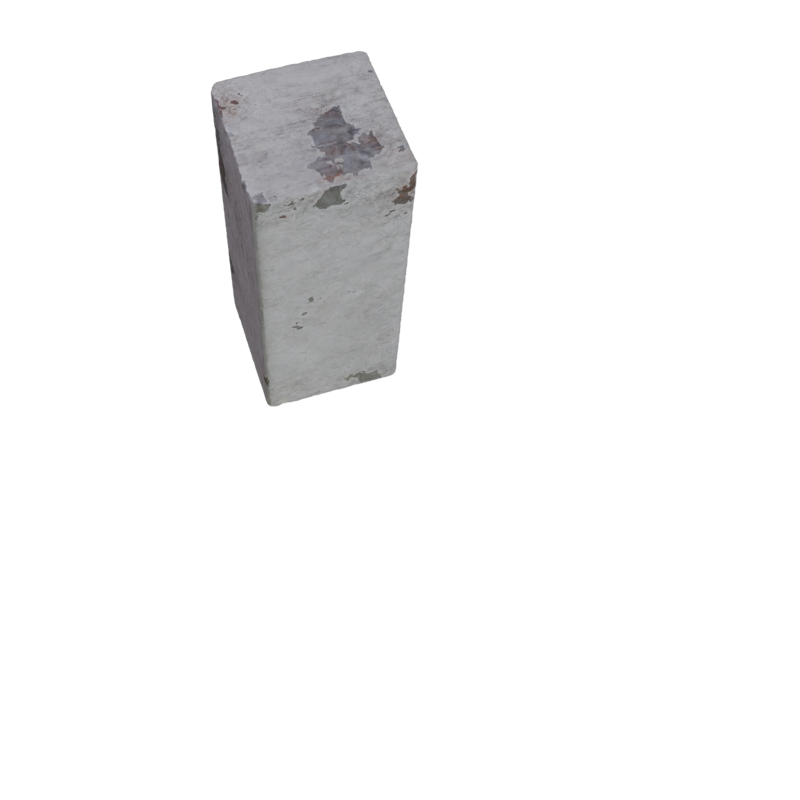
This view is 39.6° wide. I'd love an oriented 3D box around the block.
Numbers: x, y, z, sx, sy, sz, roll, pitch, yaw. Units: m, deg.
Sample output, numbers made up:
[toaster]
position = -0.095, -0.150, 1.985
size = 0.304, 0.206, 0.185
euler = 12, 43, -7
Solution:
[block]
position = -0.052, -0.093, 0.654
size = 0.089, 0.097, 0.193
euler = -14, -29, -12
